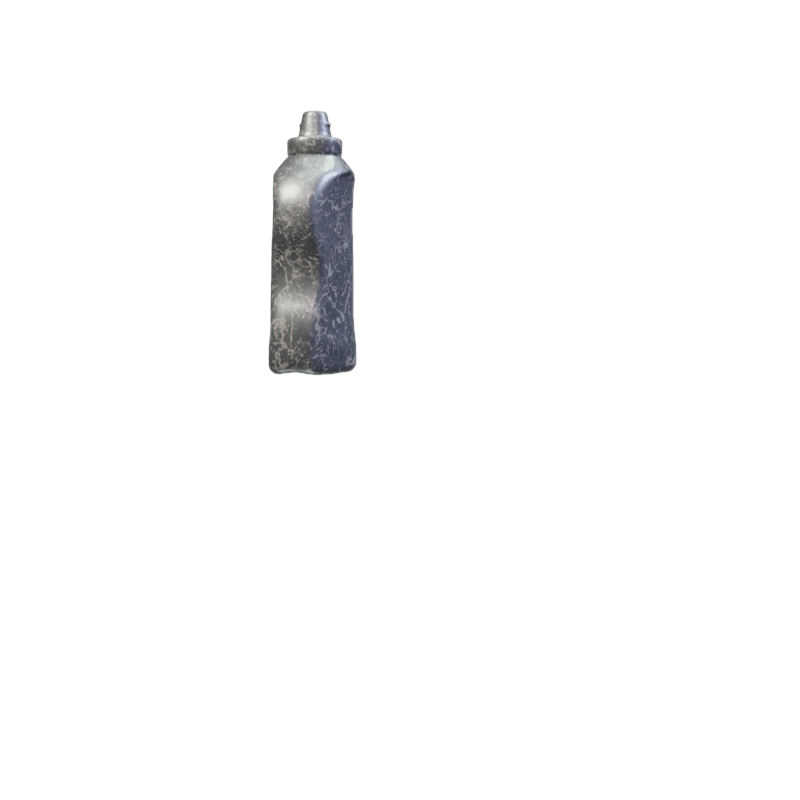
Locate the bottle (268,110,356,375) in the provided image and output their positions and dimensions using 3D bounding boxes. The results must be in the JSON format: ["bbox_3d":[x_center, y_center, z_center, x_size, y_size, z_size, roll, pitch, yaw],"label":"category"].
[{"bbox_3d":[-0.063,-0.116,0.815,0.060,0.193,0.093,-1,-2,18],"label":"bottle"}]
